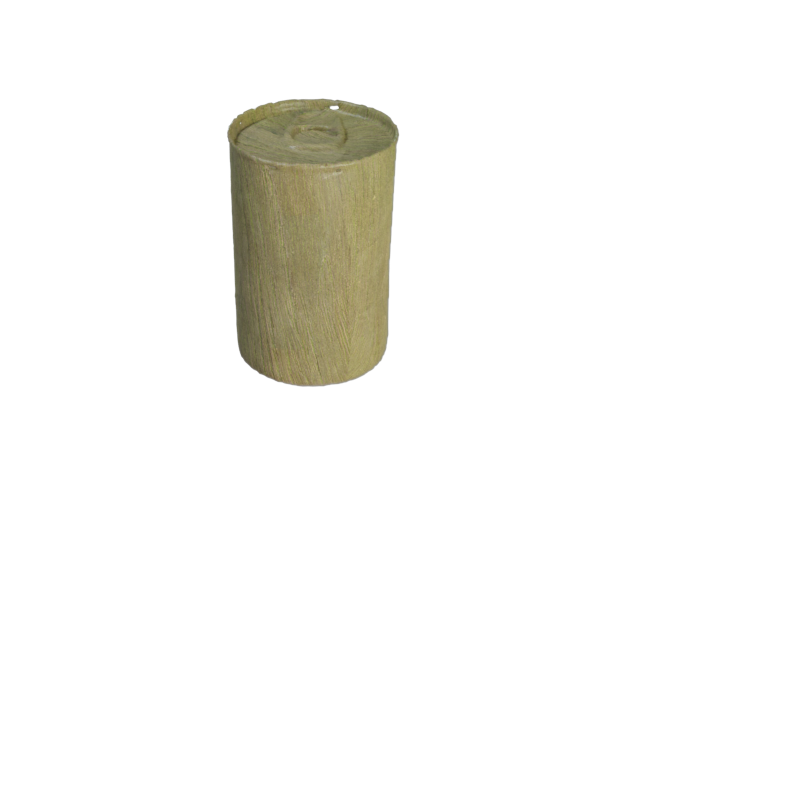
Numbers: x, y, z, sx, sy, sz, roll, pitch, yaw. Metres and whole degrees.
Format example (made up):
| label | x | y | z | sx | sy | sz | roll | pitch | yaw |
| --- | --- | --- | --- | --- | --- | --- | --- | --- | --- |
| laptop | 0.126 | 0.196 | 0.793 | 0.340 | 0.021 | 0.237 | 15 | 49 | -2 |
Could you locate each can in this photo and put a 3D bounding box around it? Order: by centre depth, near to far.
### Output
| label | x | y | z | sx | sy | sz | roll | pitch | yaw |
| --- | --- | --- | --- | --- | --- | --- | --- | --- | --- |
| can | -0.036 | -0.066 | 0.461 | 0.068 | 0.096 | 0.073 | 0 | 32 | -3 |
